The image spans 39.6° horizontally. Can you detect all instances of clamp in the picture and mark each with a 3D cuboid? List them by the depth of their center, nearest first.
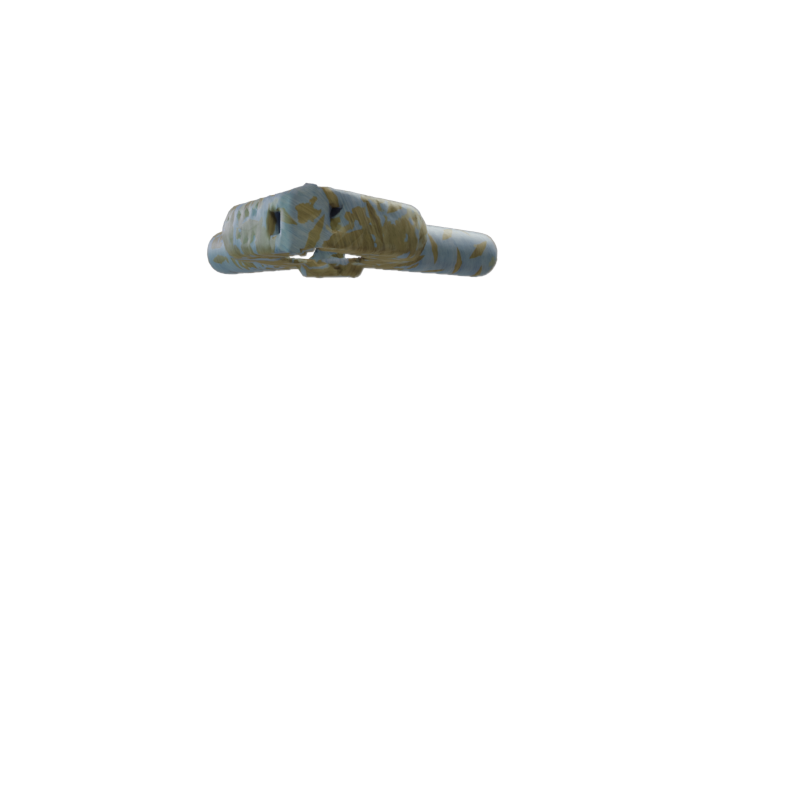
[{"bbox_3d":[-0.043,-0.079,0.551,0.167,0.036,0.206,1,3,12],"label":"clamp"}]
